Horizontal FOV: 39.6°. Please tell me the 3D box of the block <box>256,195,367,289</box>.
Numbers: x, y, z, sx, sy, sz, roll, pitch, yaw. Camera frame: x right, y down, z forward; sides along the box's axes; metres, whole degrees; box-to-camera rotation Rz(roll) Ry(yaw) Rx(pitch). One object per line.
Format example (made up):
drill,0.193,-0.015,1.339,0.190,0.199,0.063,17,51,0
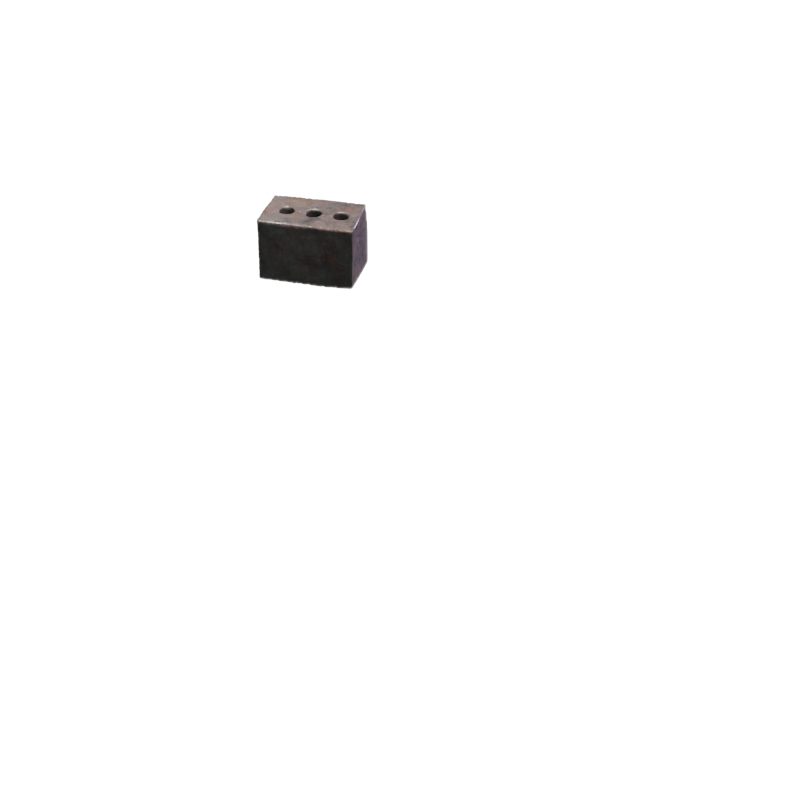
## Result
block,-0.068,-0.125,0.873,0.079,0.048,0.055,7,30,11
